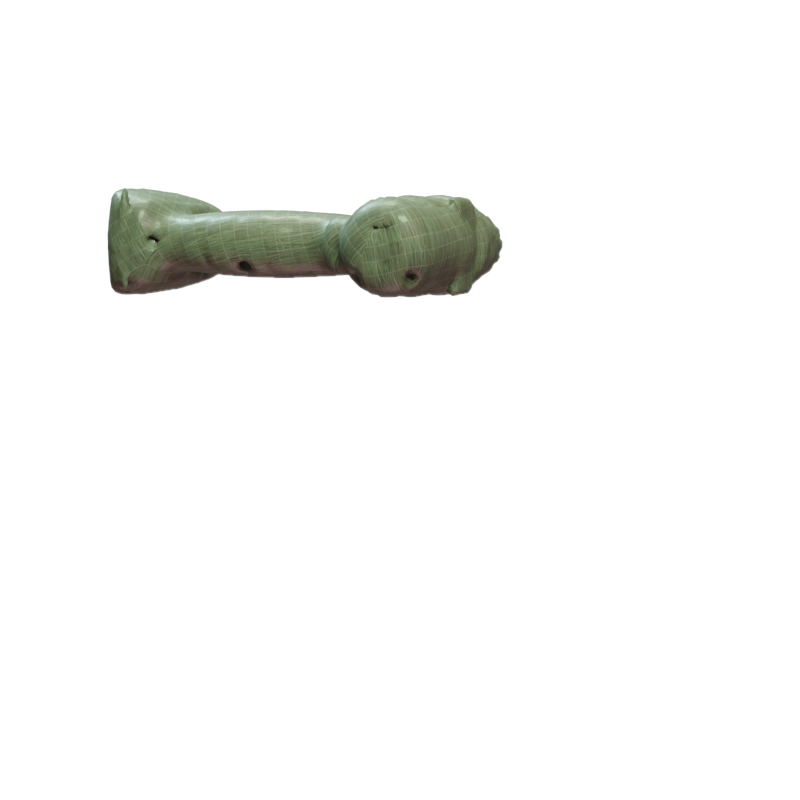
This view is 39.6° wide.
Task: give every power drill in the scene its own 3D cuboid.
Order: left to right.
[{"bbox_3d":[-0.047,-0.085,0.598,0.192,0.057,0.181,2,6,19],"label":"power drill"}]
